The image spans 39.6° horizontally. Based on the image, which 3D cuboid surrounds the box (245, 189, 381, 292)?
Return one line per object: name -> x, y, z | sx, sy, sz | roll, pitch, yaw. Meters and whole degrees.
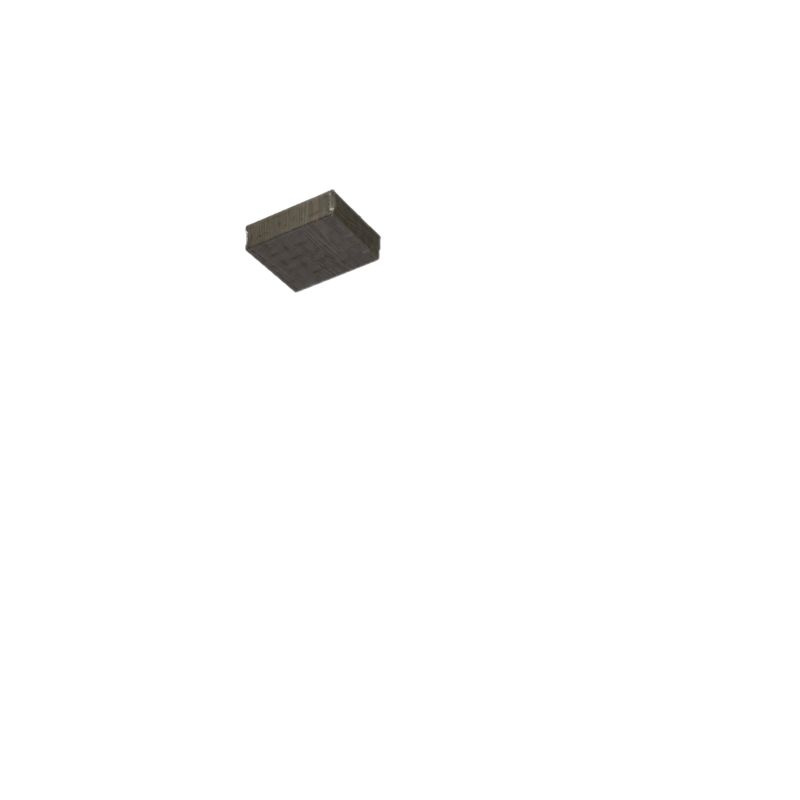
box -> -0.072, -0.131, 0.915 | 0.090, 0.032, 0.068 | -19, -37, 27
